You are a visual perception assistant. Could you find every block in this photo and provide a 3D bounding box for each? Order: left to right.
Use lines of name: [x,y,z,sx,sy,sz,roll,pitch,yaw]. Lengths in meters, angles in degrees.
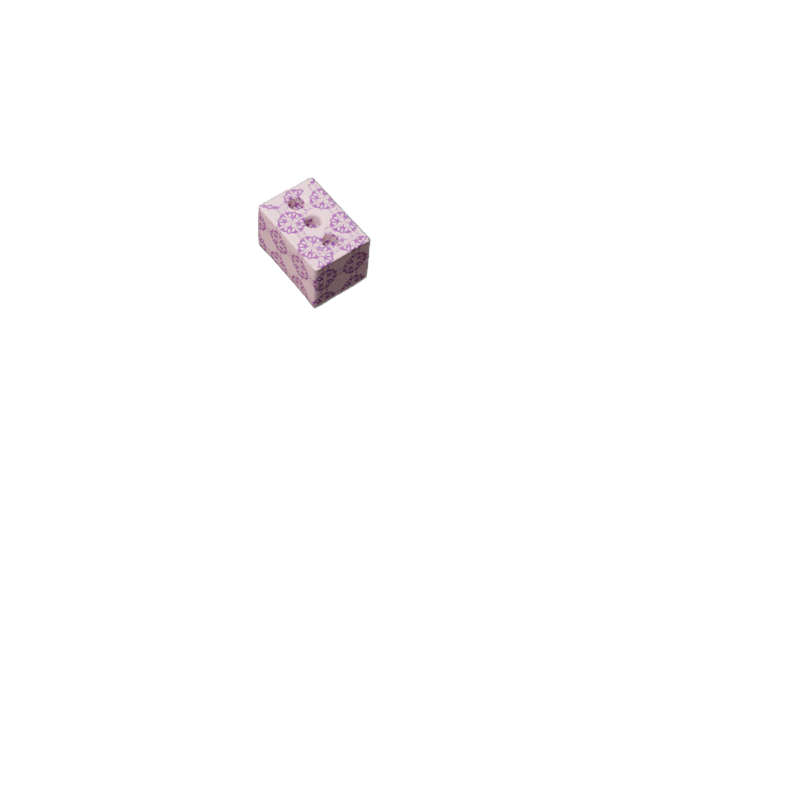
block: [-0.066,-0.121,0.846,0.053,0.083,0.048,-31,-28,-21]
